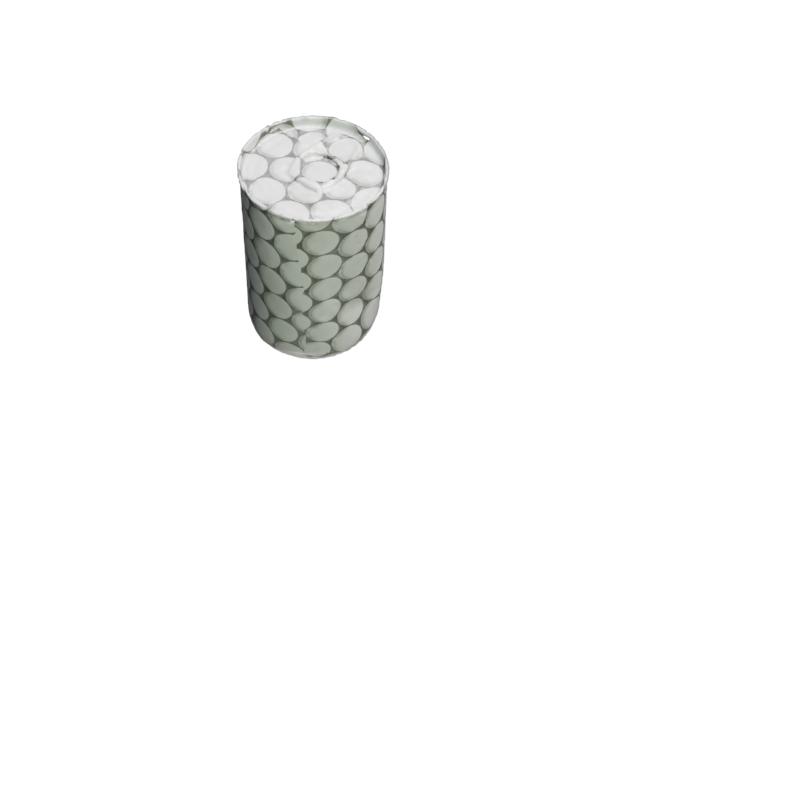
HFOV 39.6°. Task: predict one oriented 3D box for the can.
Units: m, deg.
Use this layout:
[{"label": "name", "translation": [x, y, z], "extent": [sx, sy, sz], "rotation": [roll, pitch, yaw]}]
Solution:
[{"label": "can", "translation": [-0.042, -0.076, 0.530], "extent": [0.068, 0.073, 0.095], "rotation": [0, -38, -3]}]
